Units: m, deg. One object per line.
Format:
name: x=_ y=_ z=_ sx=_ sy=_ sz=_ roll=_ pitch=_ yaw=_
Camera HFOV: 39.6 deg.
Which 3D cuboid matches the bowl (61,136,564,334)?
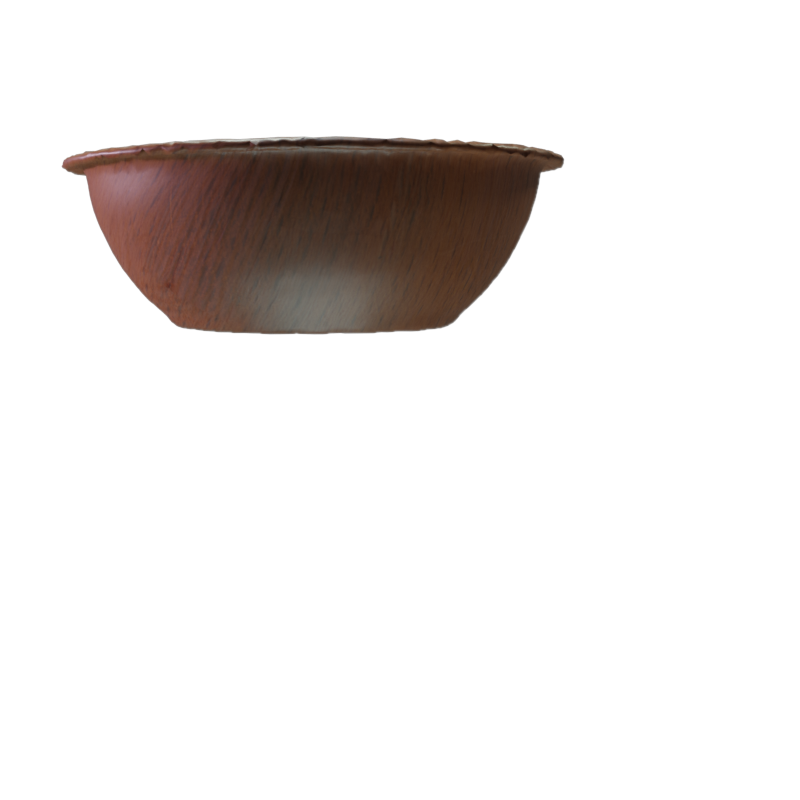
bowl: x=-0.029 y=-0.052 z=0.365 sx=0.162 sy=0.055 sz=0.164 roll=0 pitch=7 yaw=-2
